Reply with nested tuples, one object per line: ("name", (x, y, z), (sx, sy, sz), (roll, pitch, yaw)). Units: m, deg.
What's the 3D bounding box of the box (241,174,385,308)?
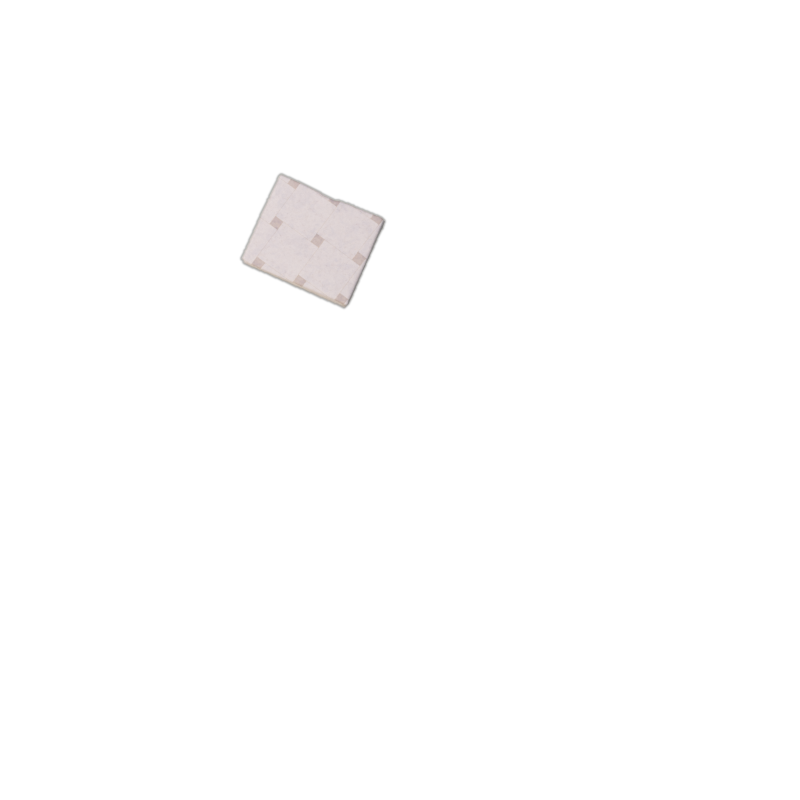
("box", (-0.066, -0.121, 0.847), (0.090, 0.074, 0.030), (24, -6, 2))
